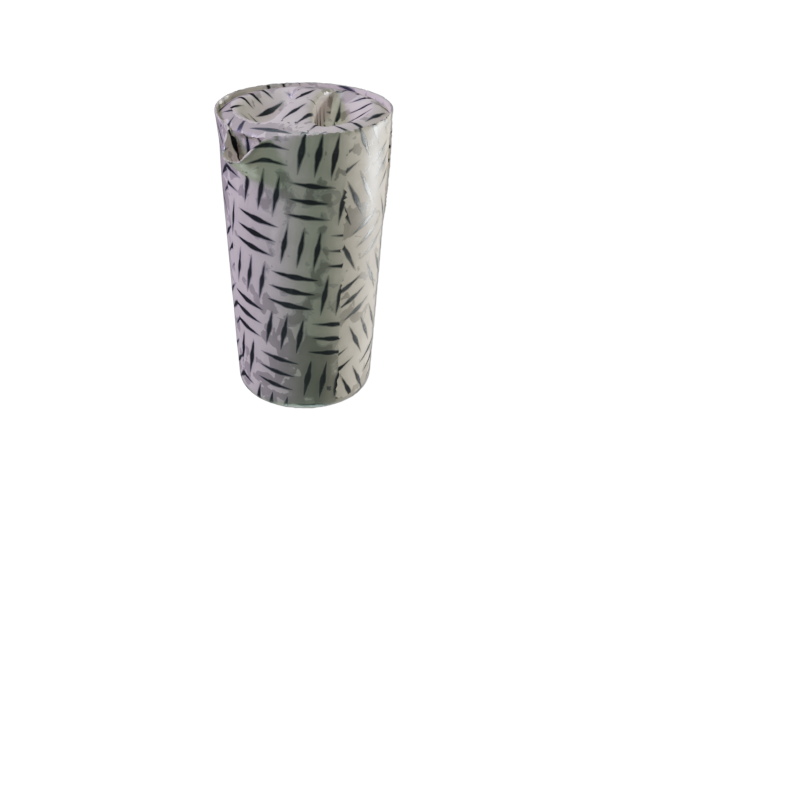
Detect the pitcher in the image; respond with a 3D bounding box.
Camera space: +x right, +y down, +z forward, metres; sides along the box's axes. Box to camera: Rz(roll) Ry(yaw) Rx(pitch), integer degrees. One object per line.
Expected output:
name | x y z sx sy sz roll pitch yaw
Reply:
pitcher | -0.069 -0.125 0.879 0.147 0.230 0.155 -4 28 -10
